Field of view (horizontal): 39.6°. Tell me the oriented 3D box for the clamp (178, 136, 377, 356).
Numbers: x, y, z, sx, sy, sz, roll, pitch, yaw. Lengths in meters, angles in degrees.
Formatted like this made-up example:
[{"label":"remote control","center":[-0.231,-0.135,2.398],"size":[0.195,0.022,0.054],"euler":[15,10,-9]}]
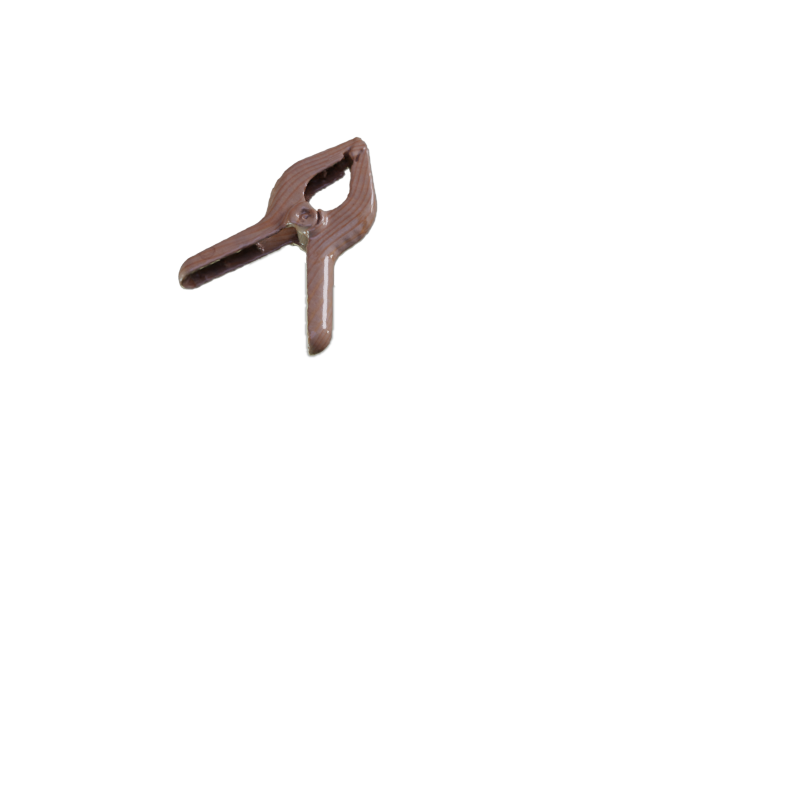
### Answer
[{"label":"clamp","center":[-0.062,-0.113,0.795],"size":[0.125,0.174,0.037],"euler":[36,-19,14]}]
